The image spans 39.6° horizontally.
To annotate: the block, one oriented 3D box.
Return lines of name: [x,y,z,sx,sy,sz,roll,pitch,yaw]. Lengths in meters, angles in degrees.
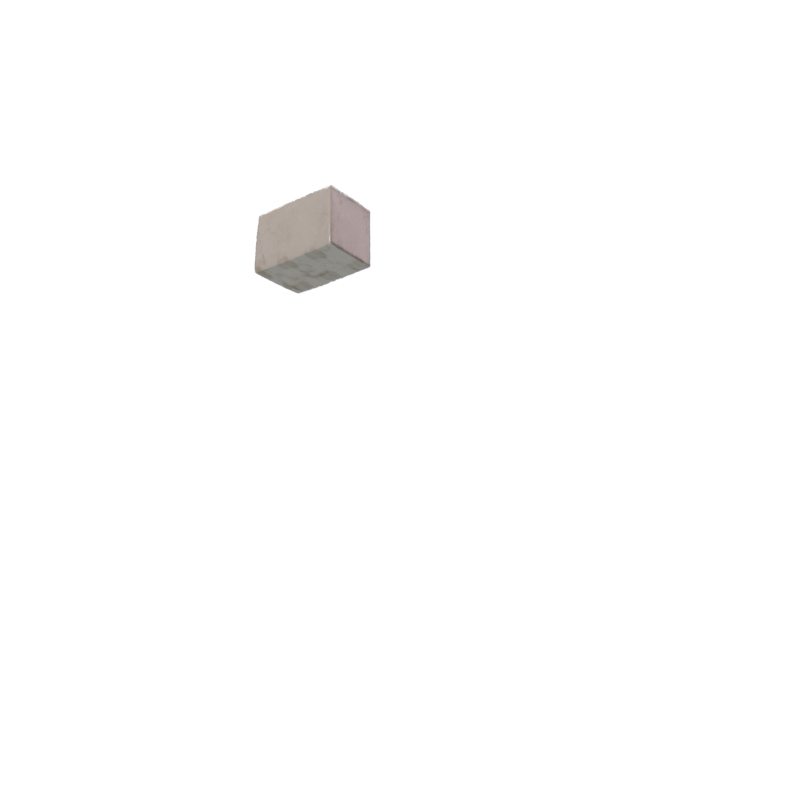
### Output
block: [-0.068,-0.124,0.872,0.079,0.054,0.049,-17,-30,33]
